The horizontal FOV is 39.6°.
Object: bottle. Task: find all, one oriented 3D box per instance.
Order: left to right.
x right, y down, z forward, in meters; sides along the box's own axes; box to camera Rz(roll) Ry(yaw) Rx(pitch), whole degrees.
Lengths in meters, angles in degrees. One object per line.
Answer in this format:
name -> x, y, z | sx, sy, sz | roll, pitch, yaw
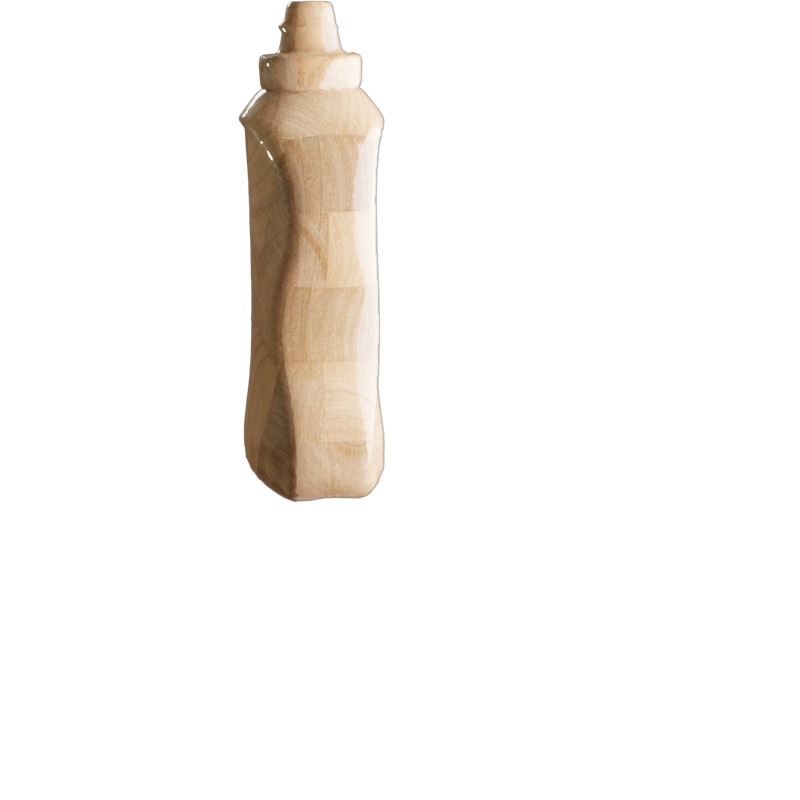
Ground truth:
bottle -> -0.036, -0.065, 0.452 | 0.058, 0.186, 0.100 | -1, 13, -10
